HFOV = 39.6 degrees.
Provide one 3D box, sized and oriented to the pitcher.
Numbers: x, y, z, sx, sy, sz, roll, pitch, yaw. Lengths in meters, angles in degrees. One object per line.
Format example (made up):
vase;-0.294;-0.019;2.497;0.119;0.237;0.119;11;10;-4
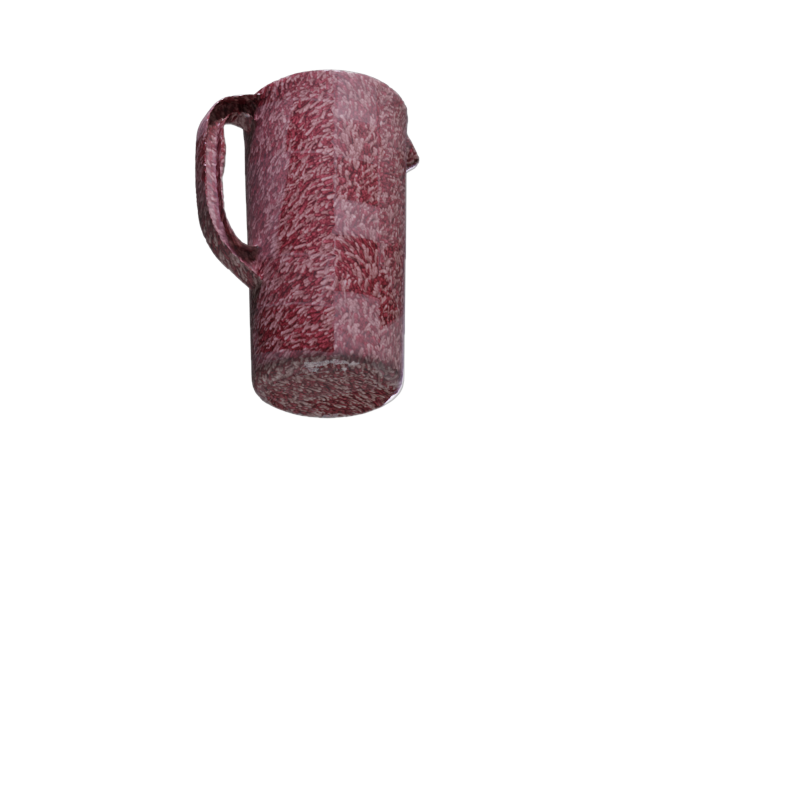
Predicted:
pitcher;-0.065;-0.119;0.831;0.151;0.258;0.135;-8;-28;13
